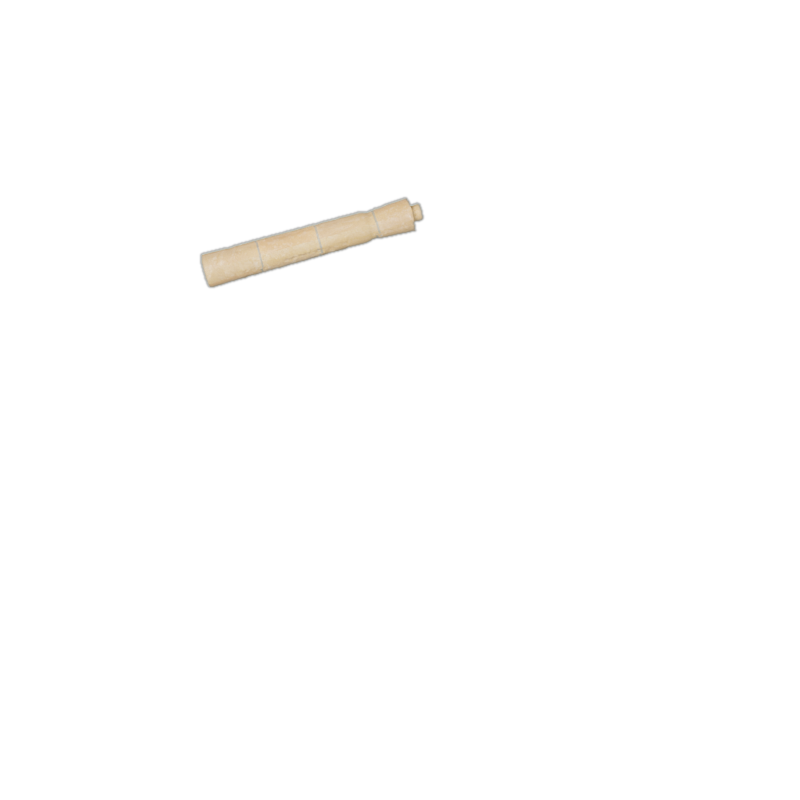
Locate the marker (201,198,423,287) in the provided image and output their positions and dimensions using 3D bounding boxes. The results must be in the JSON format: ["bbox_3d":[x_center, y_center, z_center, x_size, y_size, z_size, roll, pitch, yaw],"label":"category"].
[{"bbox_3d":[-0.047,-0.085,0.597,0.121,0.020,0.020,-15,5,-1],"label":"marker"}]
